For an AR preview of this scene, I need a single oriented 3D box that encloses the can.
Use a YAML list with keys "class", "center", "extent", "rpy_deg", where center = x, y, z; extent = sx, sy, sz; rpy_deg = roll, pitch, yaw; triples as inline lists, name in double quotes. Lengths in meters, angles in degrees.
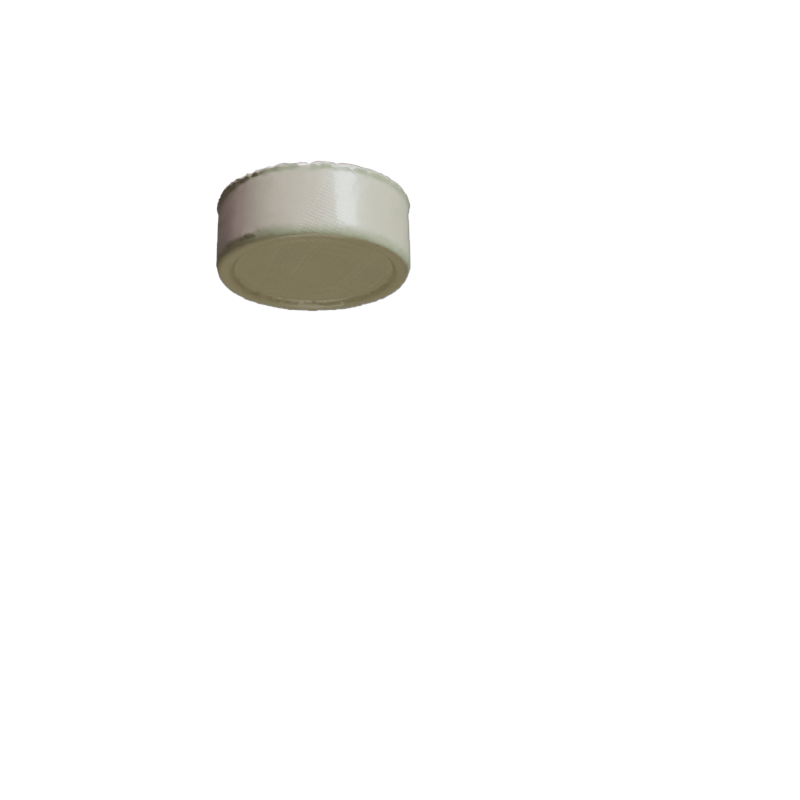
- class: "can"
  center: [-0.038, -0.069, 0.487]
  extent: [0.086, 0.035, 0.082]
  rpy_deg: [0, -20, -2]
